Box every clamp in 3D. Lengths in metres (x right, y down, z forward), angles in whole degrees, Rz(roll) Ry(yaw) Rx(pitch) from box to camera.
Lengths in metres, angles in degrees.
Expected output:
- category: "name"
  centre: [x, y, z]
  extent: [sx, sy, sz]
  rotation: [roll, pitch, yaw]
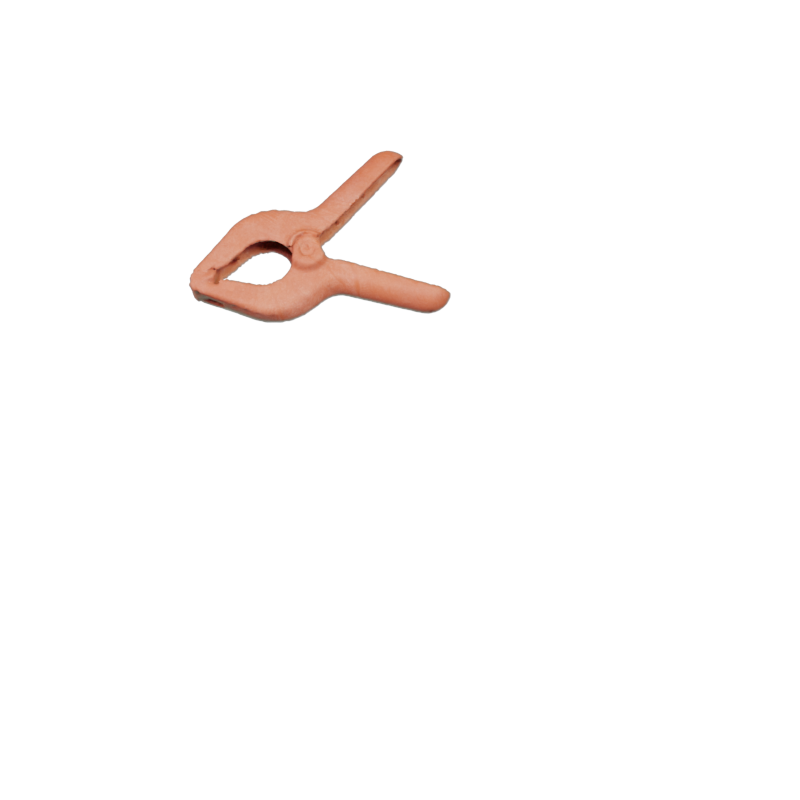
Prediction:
- category: "clamp"
  centre: [-0.059, -0.108, 0.754]
  extent: [0.171, 0.128, 0.037]
  rotation: [-7, -27, -4]
